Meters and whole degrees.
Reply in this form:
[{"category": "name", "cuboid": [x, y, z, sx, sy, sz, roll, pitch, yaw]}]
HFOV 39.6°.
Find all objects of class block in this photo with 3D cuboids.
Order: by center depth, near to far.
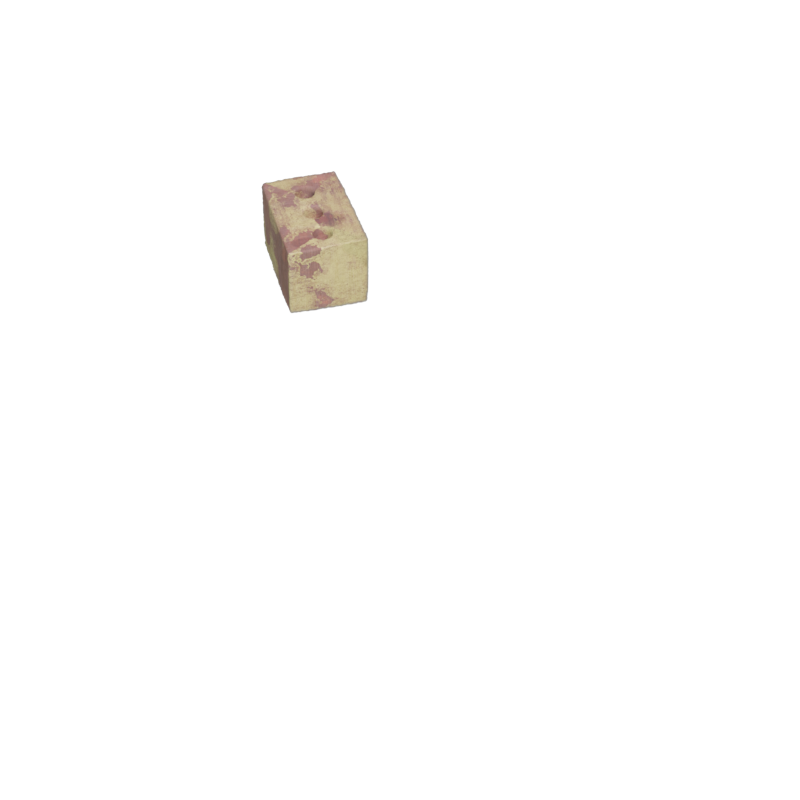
[{"category": "block", "cuboid": [-0.057, -0.103, 0.722, 0.052, 0.048, 0.084, -11, 45, -14]}]
